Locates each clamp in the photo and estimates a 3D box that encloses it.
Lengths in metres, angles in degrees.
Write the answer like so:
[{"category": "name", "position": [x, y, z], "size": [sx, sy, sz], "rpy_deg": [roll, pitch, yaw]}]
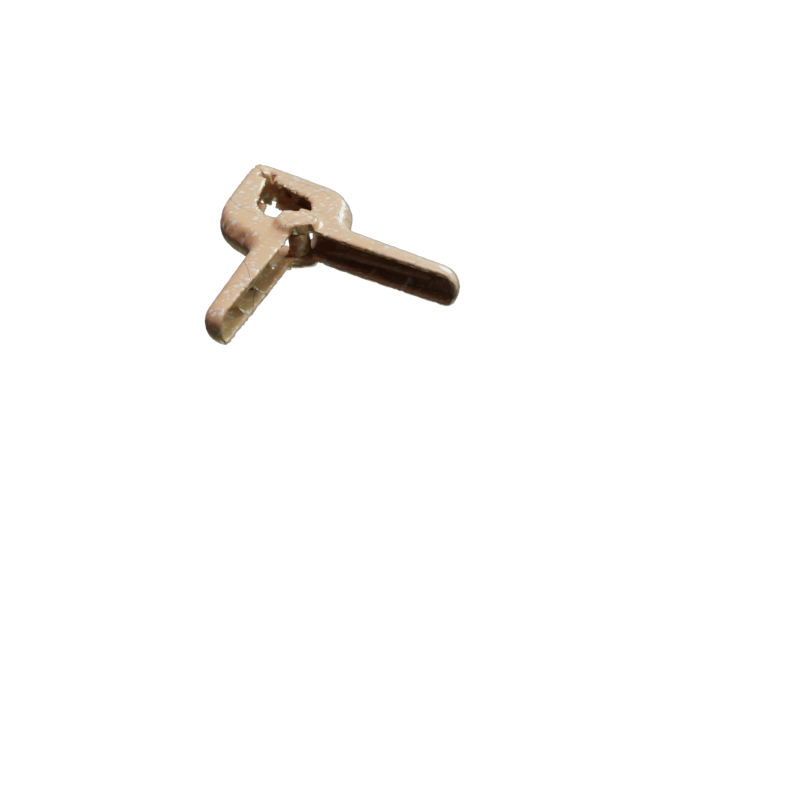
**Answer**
[{"category": "clamp", "position": [-0.060, -0.110, 0.767], "size": [0.163, 0.034, 0.226], "rpy_deg": [-7, 35, -10]}]
